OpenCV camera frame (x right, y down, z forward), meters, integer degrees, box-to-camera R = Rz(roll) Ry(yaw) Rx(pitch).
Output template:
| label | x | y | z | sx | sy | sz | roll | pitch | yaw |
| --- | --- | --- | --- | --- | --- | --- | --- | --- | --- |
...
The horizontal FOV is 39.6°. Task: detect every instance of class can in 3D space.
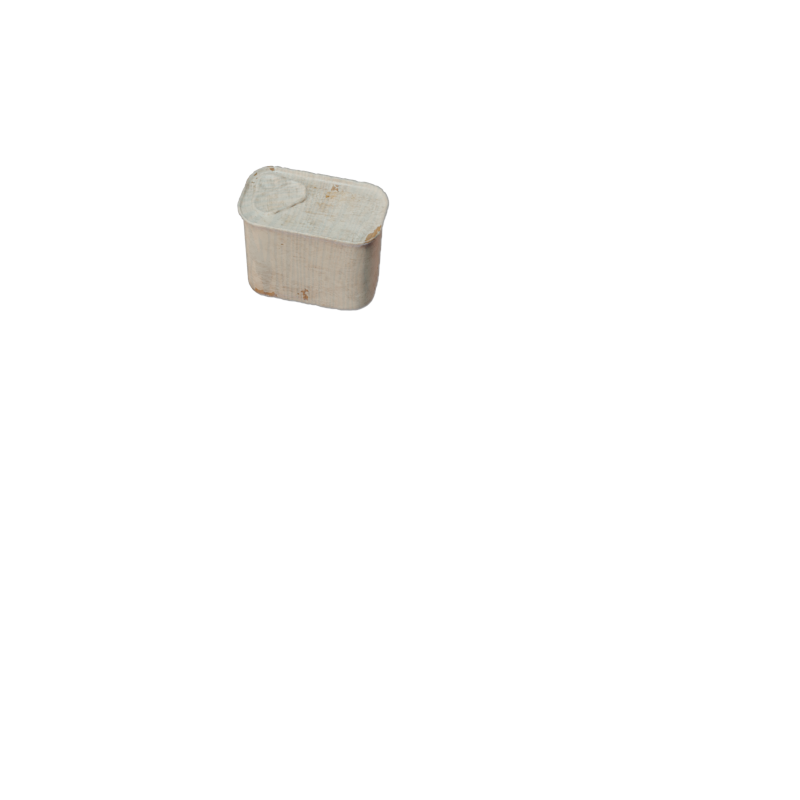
| label | x | y | z | sx | sy | sz | roll | pitch | yaw |
| --- | --- | --- | --- | --- | --- | --- | --- | --- | --- |
| can | -0.062 | -0.113 | 0.794 | 0.103 | 0.061 | 0.078 | 12 | -36 | 7 |
